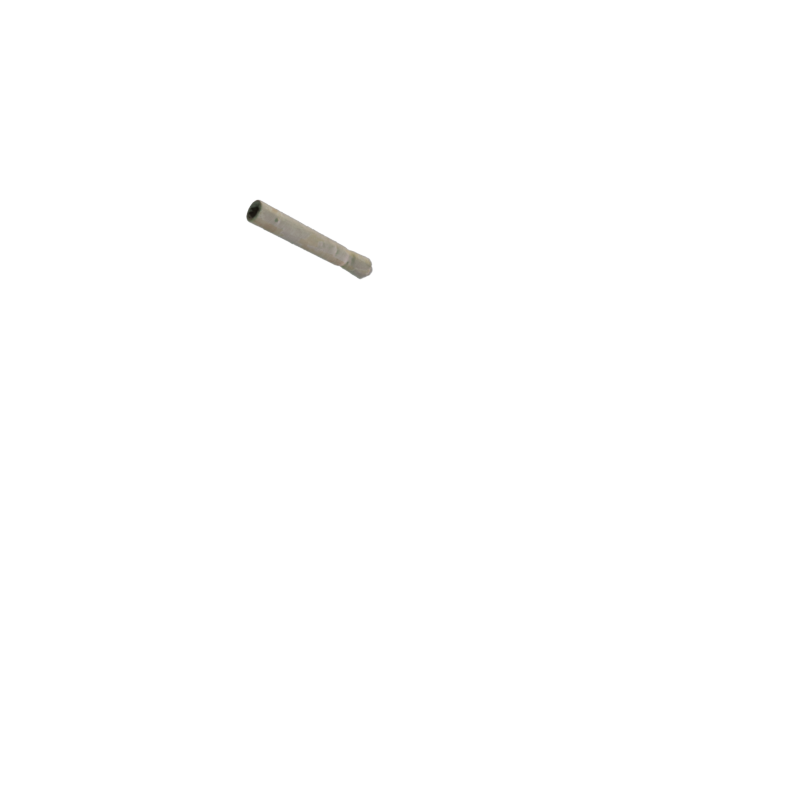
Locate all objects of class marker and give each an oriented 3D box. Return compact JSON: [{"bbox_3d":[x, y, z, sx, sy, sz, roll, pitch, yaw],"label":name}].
[{"bbox_3d":[-0.069,-0.125,0.878,0.114,0.020,0.020,24,-11,-33],"label":"marker"}]
